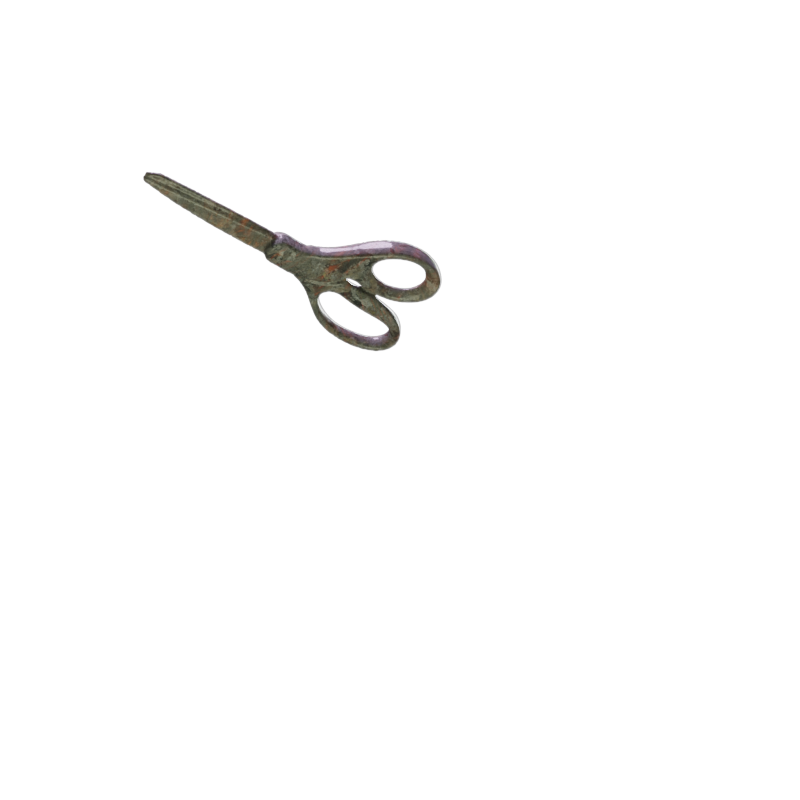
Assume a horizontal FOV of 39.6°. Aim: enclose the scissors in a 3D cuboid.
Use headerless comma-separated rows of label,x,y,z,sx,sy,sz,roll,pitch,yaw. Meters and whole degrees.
scissors,-0.053,-0.097,0.677,0.096,0.017,0.188,-29,-52,25
